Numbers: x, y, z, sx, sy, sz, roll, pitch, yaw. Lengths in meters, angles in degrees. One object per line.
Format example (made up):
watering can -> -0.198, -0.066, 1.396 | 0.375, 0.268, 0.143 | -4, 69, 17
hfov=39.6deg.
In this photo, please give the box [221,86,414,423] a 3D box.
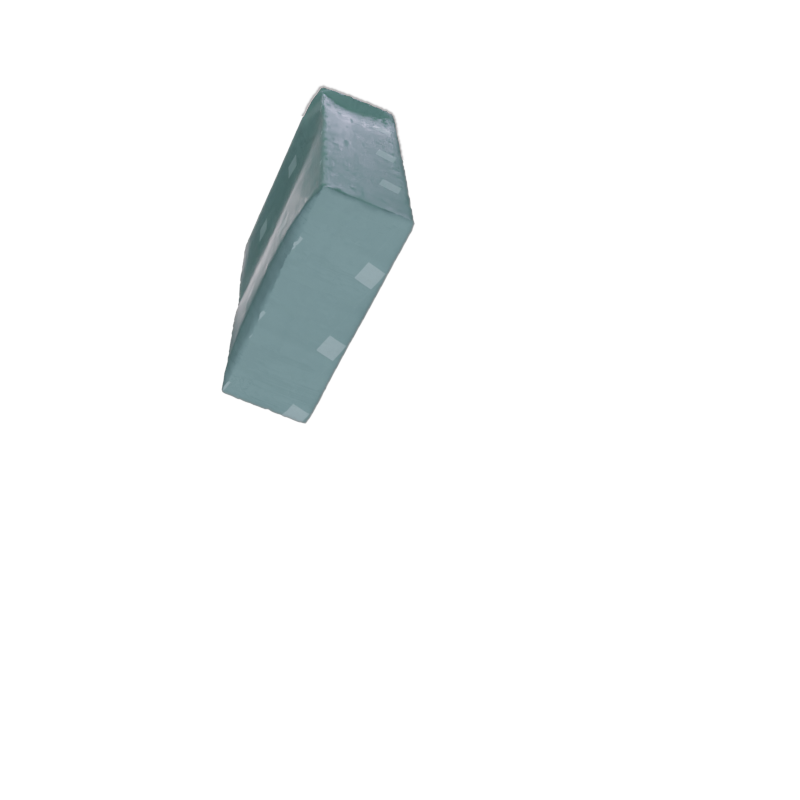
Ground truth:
box -> -0.062, -0.114, 0.795 | 0.070, 0.159, 0.227 | 22, 26, -16
